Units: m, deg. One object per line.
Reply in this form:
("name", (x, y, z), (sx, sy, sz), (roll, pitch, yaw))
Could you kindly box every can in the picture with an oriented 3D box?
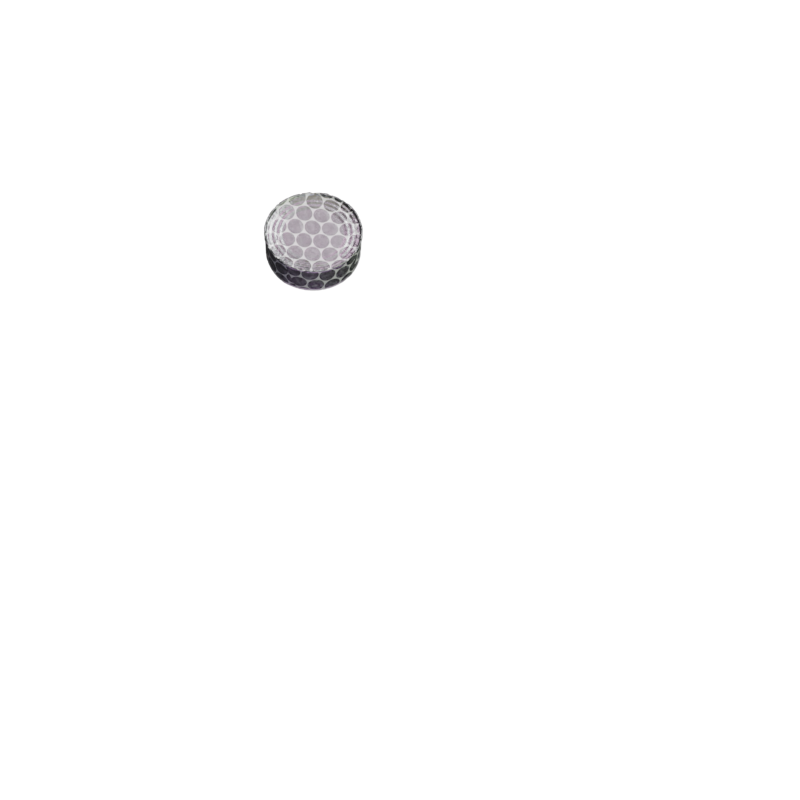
("can", (-0.076, -0.139, 0.973), (0.086, 0.092, 0.031), (-1, -33, -1))
